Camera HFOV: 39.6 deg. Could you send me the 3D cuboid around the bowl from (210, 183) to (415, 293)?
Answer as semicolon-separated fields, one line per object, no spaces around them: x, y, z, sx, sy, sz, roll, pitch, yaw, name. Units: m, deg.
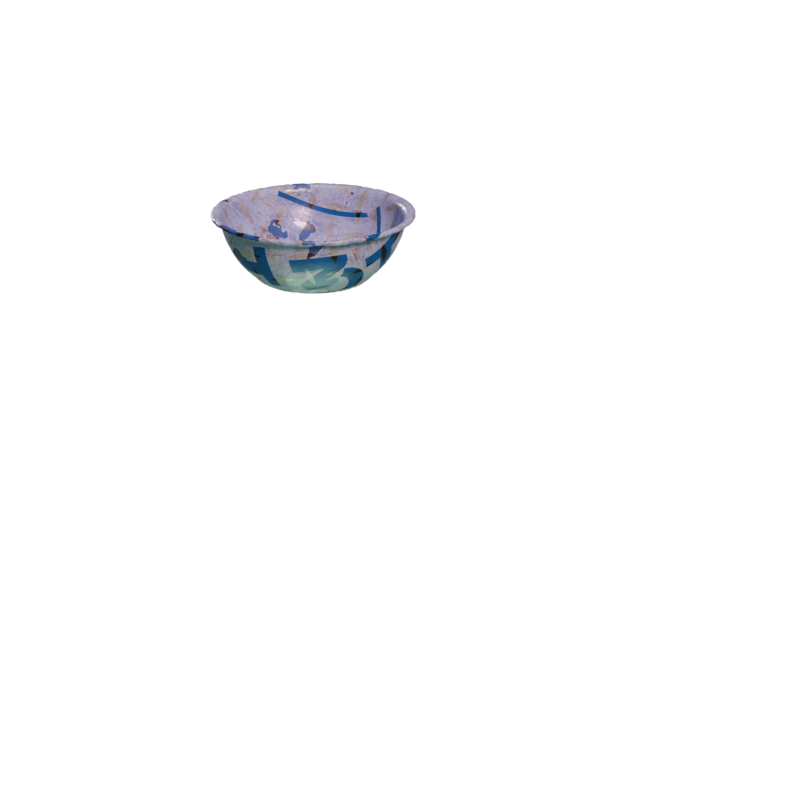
-0.069;-0.126;0.880;0.162;0.052;0.170;-1;25;-2;bowl
